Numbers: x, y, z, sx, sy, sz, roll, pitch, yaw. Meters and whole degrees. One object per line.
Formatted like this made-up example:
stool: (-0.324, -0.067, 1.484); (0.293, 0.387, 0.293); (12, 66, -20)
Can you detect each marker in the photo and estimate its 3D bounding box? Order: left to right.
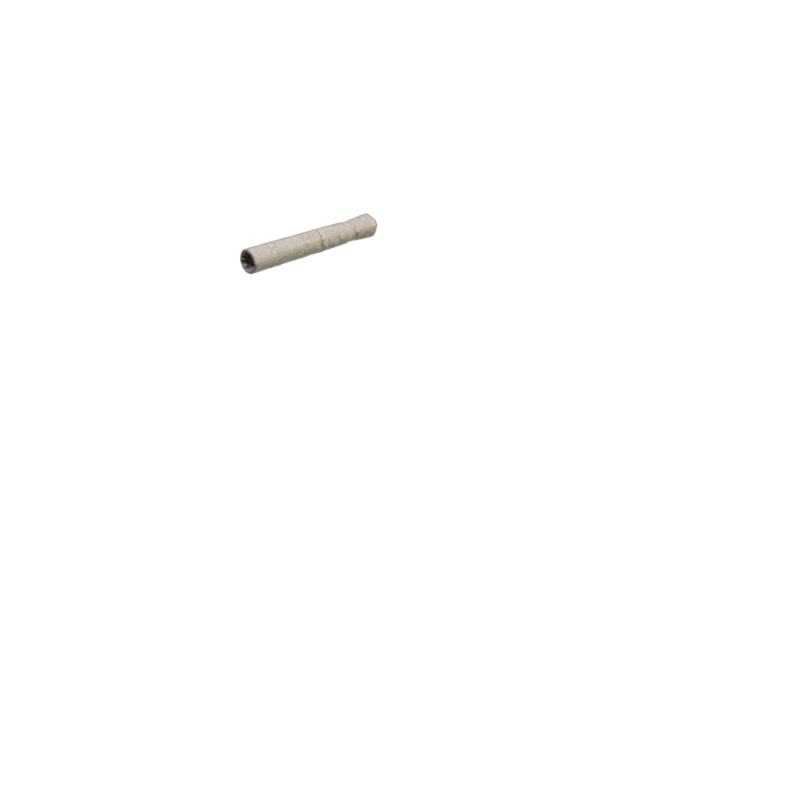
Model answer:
marker: (-0.064, -0.116, 0.815); (0.119, 0.019, 0.021); (-23, 18, -37)
